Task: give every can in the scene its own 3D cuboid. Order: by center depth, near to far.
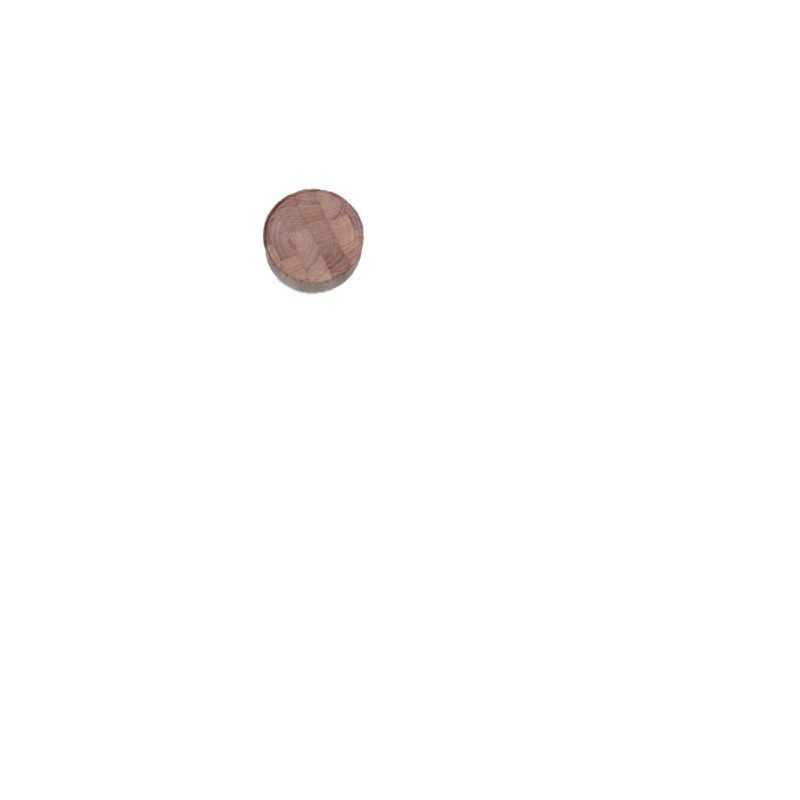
[{"bbox_3d":[-0.075,-0.136,0.952,0.086,0.090,0.032,-1,-20,-1],"label":"can"}]
